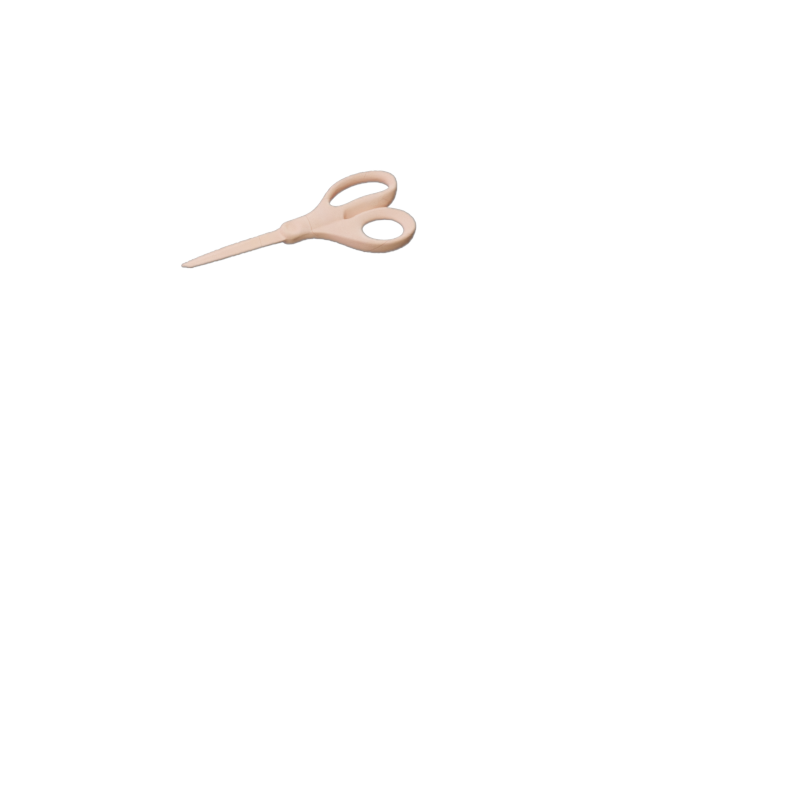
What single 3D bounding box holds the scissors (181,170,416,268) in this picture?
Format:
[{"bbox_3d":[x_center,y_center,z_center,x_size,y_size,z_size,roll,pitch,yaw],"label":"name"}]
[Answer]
[{"bbox_3d":[-0.072,-0.131,0.918,0.202,0.015,0.103,-34,58,-25],"label":"scissors"}]
